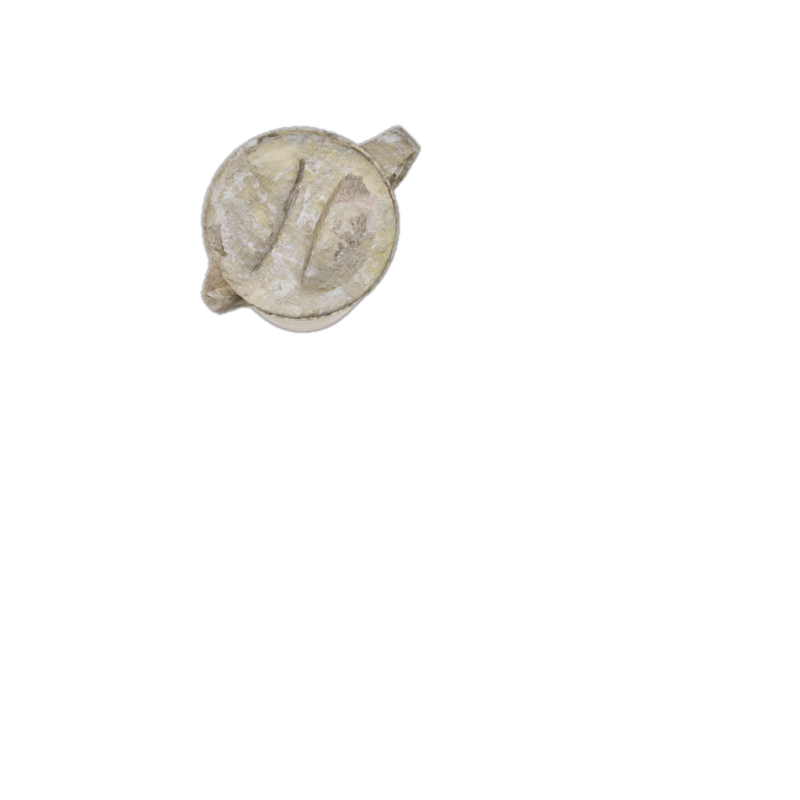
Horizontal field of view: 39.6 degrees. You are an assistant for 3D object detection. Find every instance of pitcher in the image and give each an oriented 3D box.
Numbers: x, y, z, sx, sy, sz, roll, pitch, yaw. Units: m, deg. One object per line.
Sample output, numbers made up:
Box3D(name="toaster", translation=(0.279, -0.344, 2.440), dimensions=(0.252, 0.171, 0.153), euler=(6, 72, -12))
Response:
Box3D(name="pitcher", translation=(-0.067, -0.123, 0.859), dimensions=(0.149, 0.147, 0.240), euler=(2, -4, -3))
